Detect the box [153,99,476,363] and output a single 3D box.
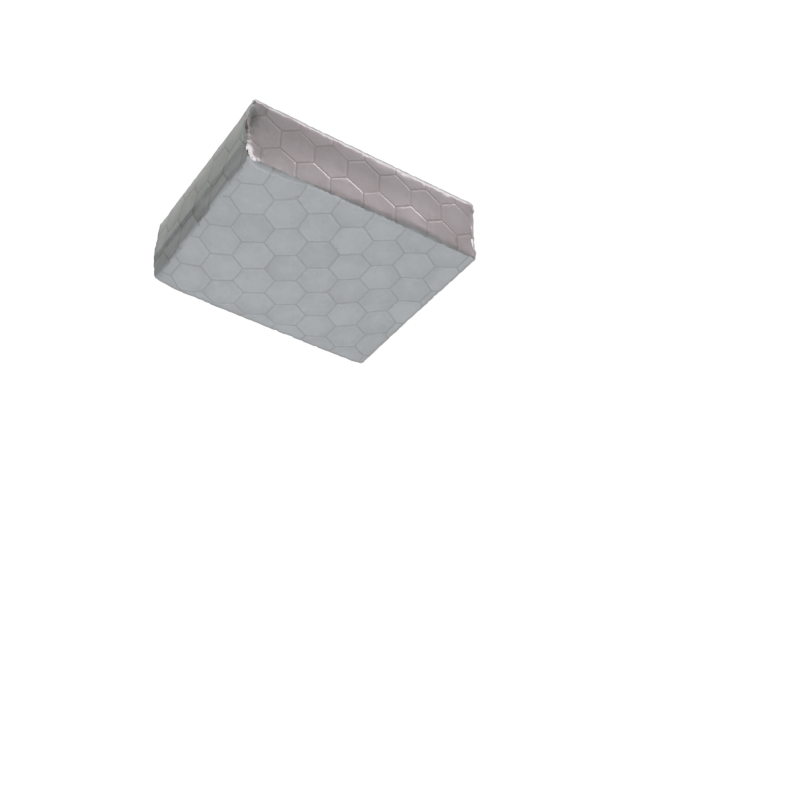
[{"bbox_3d":[-0.038,-0.069,0.481,0.108,0.042,0.088,21,-43,-25],"label":"box"}]
